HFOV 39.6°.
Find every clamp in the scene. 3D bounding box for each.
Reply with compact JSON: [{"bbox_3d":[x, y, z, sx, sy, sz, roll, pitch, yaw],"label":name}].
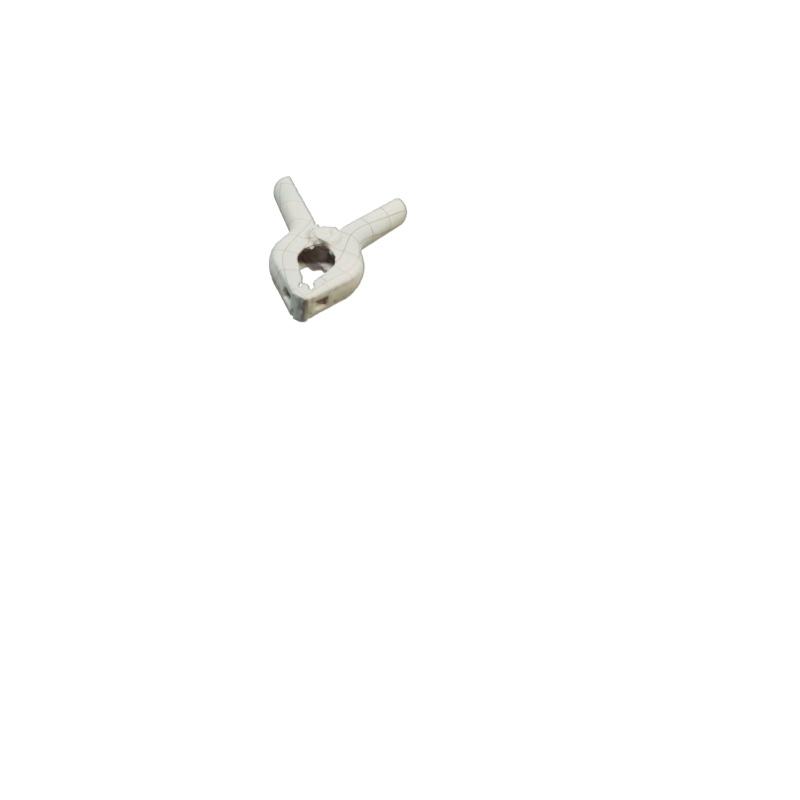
[{"bbox_3d":[-0.074,-0.135,0.943,0.124,0.037,0.178,12,41,14],"label":"clamp"}]
